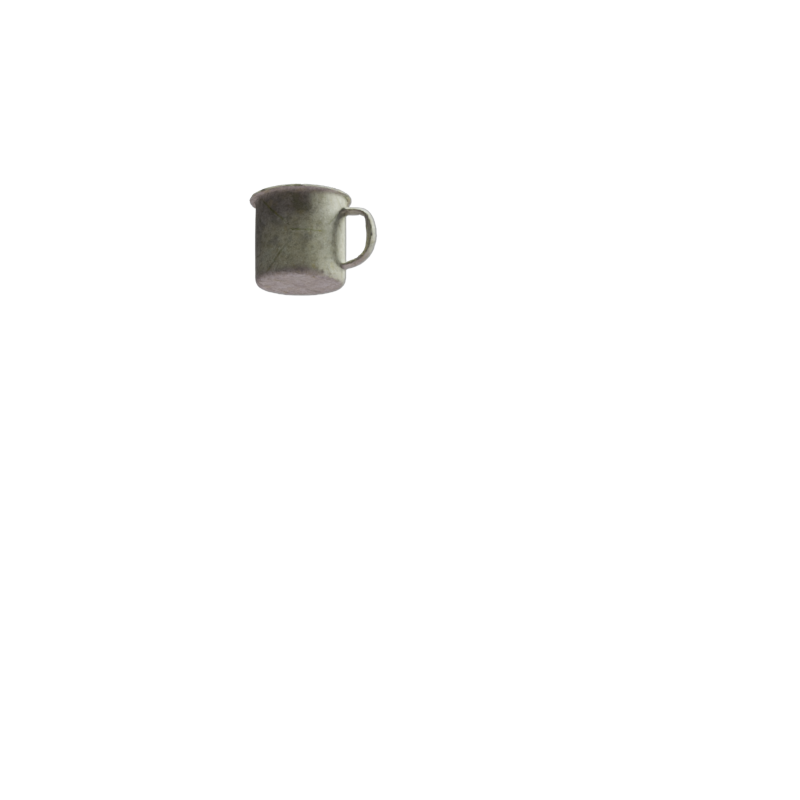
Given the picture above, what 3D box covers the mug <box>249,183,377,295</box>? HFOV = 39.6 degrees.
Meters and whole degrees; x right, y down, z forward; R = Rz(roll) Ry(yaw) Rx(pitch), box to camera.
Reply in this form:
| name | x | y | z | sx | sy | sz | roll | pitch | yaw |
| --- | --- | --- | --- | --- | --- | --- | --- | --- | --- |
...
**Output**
| name | x | y | z | sx | sy | sz | roll | pitch | yaw |
| --- | --- | --- | --- | --- | --- | --- | --- | --- | --- |
| mug | -0.078 | -0.142 | 0.993 | 0.119 | 0.084 | 0.089 | -3 | -12 | 14 |
